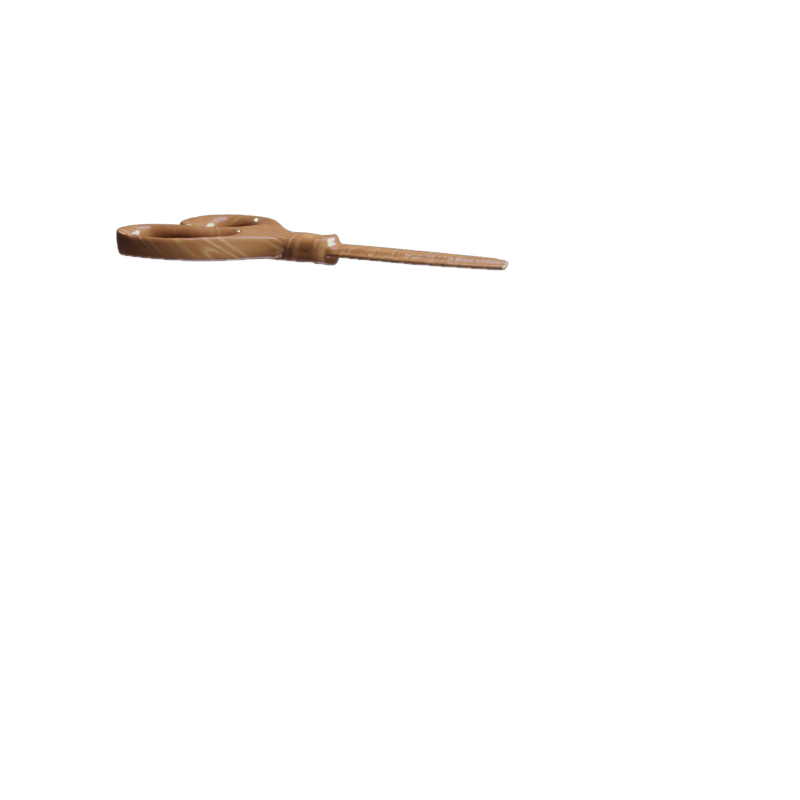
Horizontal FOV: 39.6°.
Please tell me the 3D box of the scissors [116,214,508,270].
[{"bbox_3d":[-0.045,-0.081,0.571,0.205,0.015,0.098,4,18,11],"label":"scissors"}]
